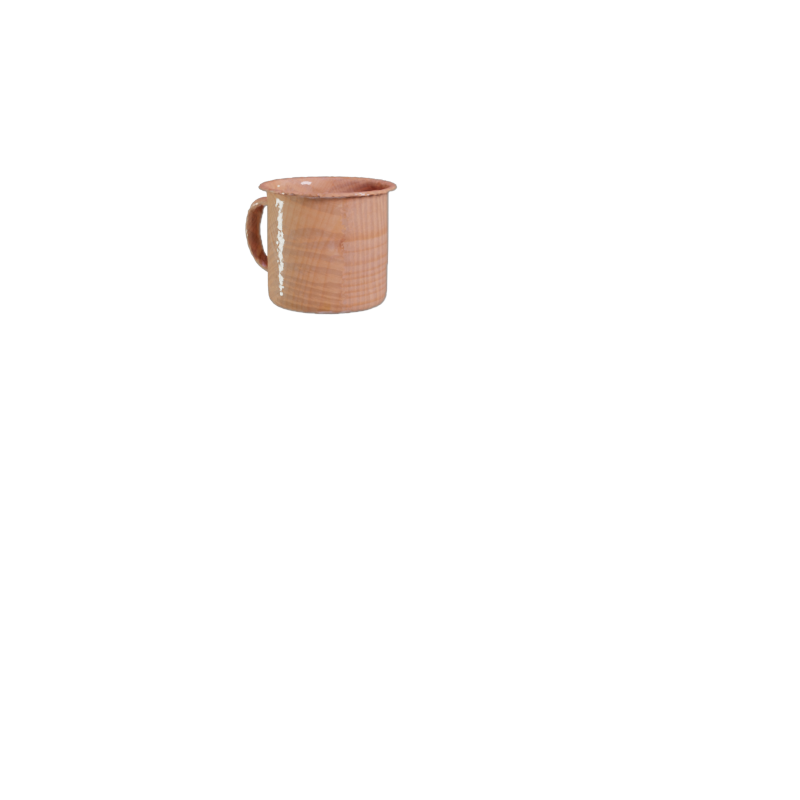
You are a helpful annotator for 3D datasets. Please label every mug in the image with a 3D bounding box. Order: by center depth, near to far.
[{"bbox_3d":[-0.059,-0.108,0.757,0.123,0.079,0.092,11,18,32],"label":"mug"}]
